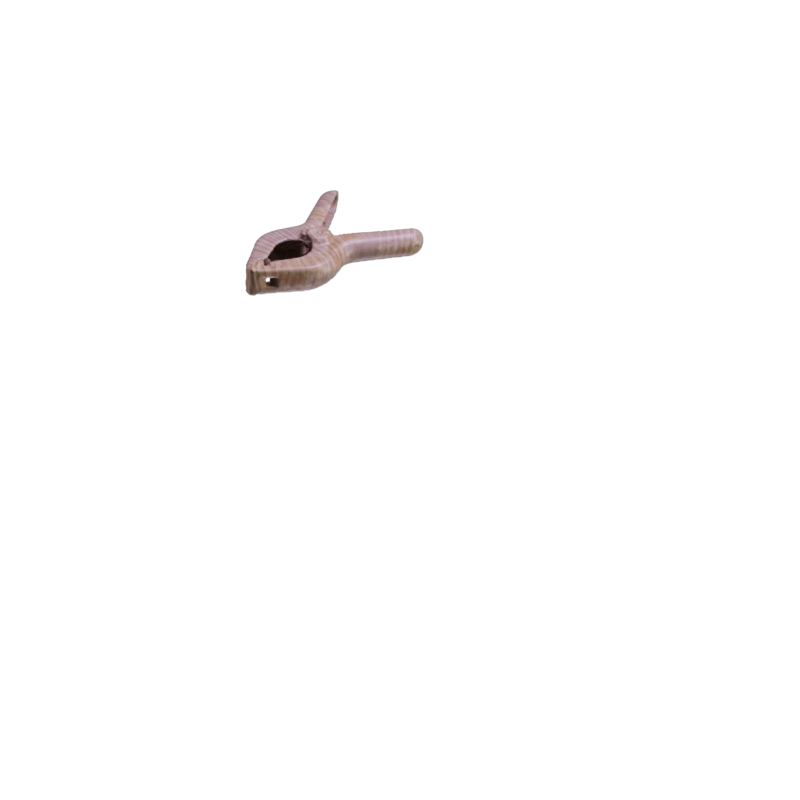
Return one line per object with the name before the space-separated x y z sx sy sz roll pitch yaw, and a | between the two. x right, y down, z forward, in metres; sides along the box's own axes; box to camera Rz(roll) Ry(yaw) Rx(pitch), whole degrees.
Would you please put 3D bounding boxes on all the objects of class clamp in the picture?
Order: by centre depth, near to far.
clamp | -0.078 -0.142 0.998 0.169 0.037 0.129 -22 37 -33
